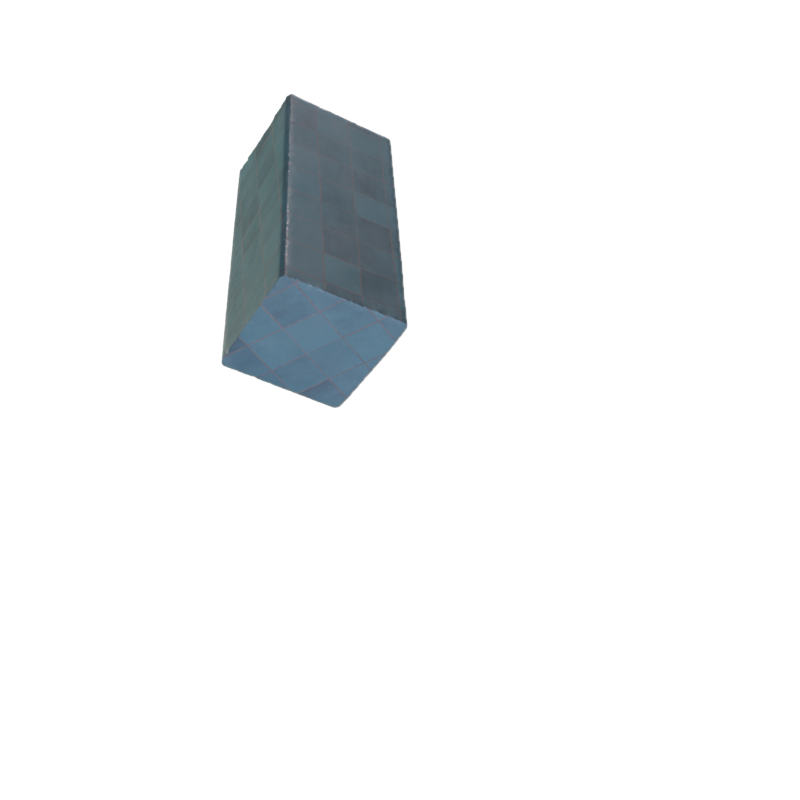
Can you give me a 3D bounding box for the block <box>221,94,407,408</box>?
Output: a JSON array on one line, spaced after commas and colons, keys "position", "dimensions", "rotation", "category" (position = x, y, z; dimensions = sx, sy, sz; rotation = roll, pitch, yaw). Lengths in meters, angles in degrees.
[{"position": [-0.061, -0.110, 0.774], "dimensions": [0.087, 0.221, 0.087], "rotation": [22, -51, -22], "category": "block"}]
